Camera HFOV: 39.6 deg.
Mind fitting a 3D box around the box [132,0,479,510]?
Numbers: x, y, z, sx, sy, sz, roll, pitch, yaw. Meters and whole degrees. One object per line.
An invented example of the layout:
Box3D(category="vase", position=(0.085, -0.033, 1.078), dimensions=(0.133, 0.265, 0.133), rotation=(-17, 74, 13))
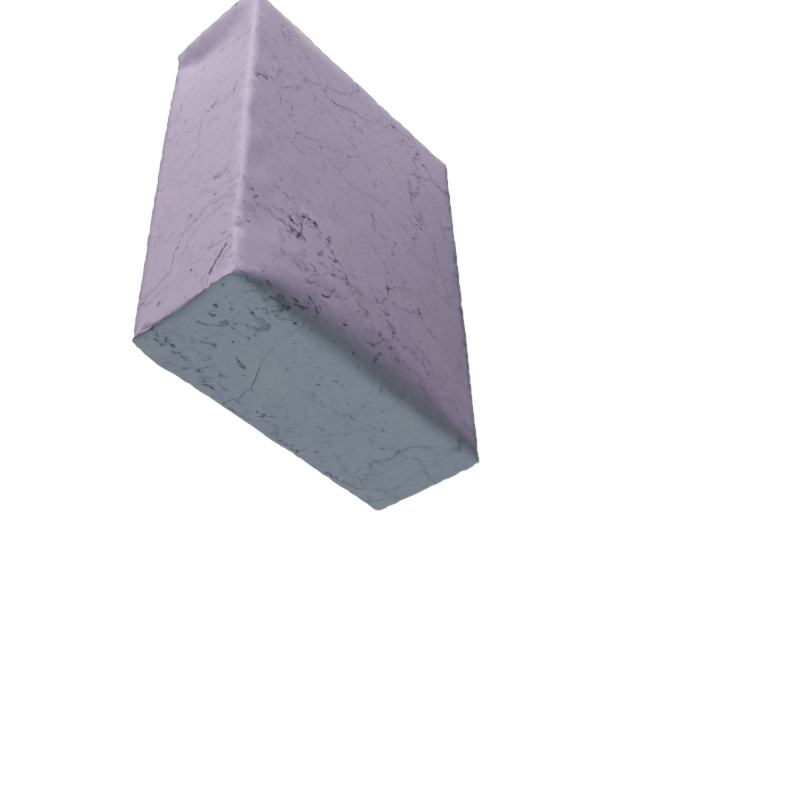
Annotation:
Box3D(category="box", position=(-0.043, -0.079, 0.552), dimensions=(0.071, 0.230, 0.153), rotation=(-33, -50, 28))
